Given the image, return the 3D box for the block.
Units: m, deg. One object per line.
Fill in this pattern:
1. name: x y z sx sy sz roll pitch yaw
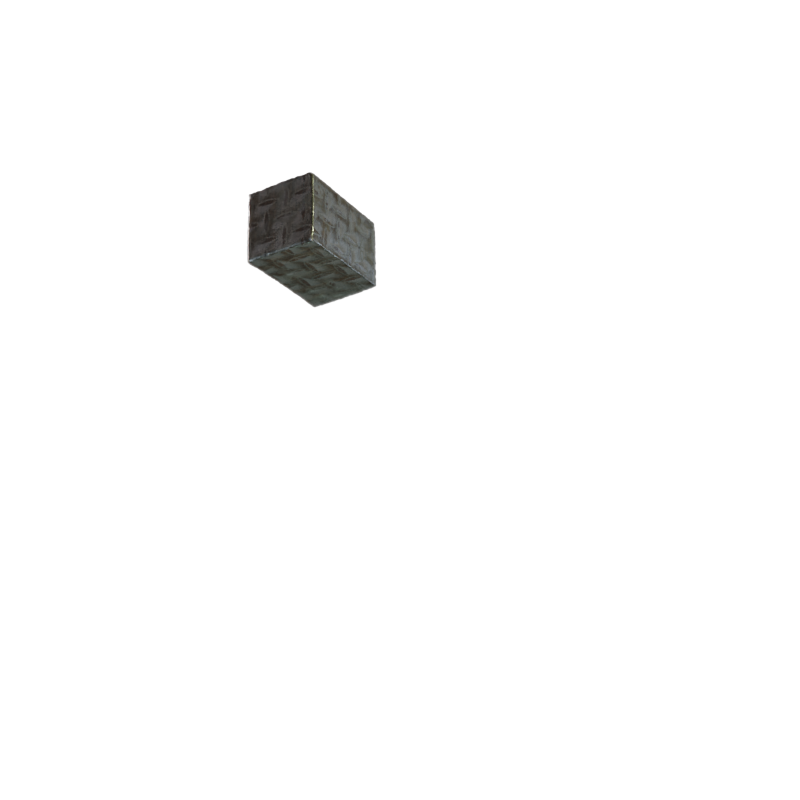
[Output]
1. block: -0.057 -0.104 0.729 0.053 0.054 0.072 -16 -30 28
